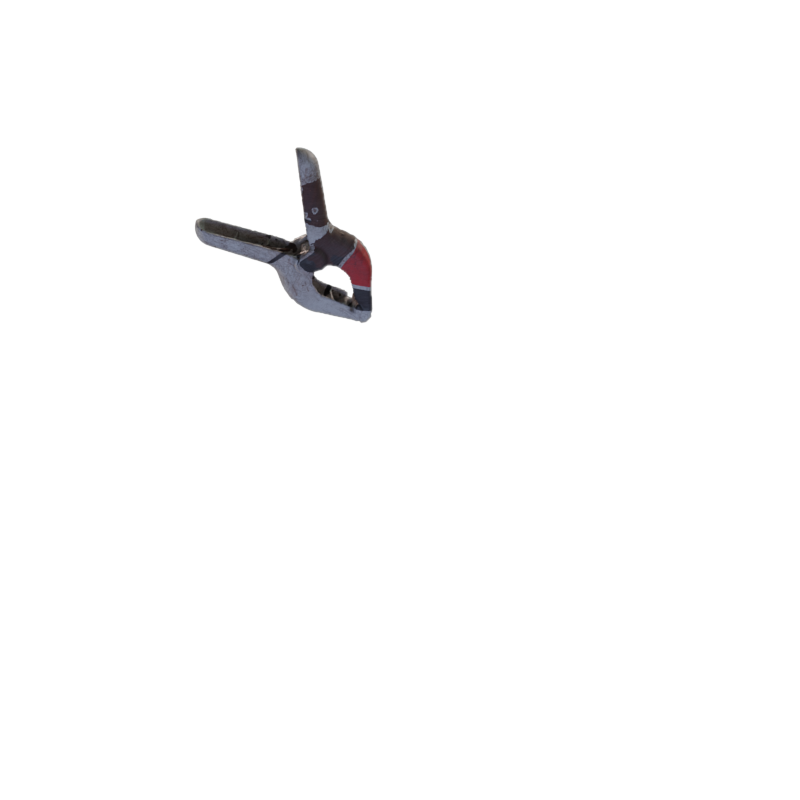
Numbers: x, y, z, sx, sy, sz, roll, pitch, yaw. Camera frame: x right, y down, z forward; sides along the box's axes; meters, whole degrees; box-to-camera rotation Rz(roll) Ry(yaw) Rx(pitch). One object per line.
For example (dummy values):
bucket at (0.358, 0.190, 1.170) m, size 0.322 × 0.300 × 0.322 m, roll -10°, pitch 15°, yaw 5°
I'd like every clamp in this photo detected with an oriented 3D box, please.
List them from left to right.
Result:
clamp at (-0.073, -0.133, 0.931) m, size 0.162 × 0.042 × 0.119 m, roll 35°, pitch -57°, yaw -28°
